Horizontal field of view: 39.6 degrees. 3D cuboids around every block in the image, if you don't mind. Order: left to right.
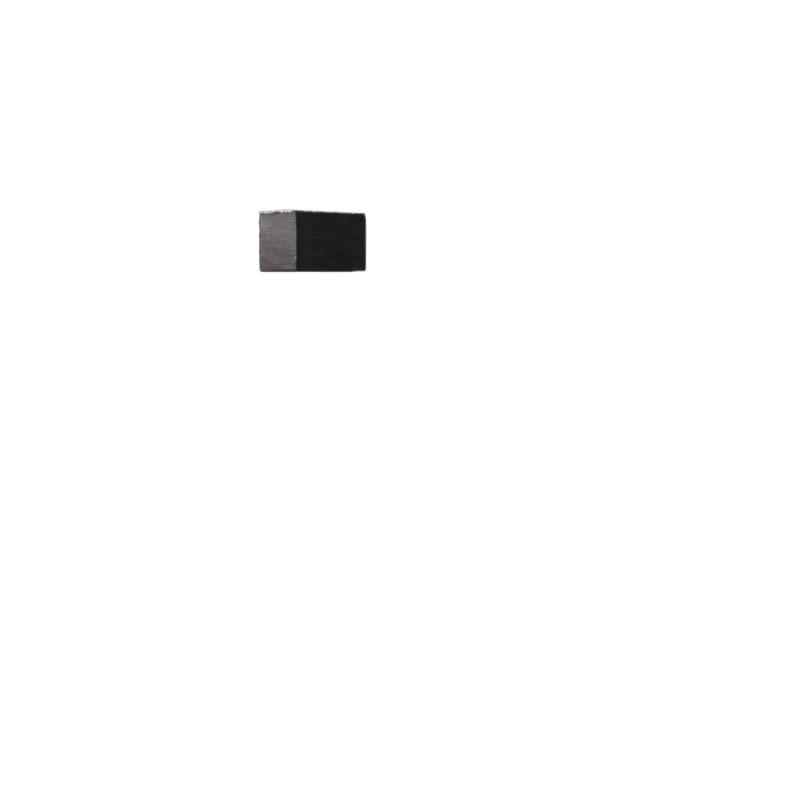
[{"bbox_3d":[-0.073,-0.133,0.930,0.075,0.051,0.055,-4,4,-42],"label":"block"}]
